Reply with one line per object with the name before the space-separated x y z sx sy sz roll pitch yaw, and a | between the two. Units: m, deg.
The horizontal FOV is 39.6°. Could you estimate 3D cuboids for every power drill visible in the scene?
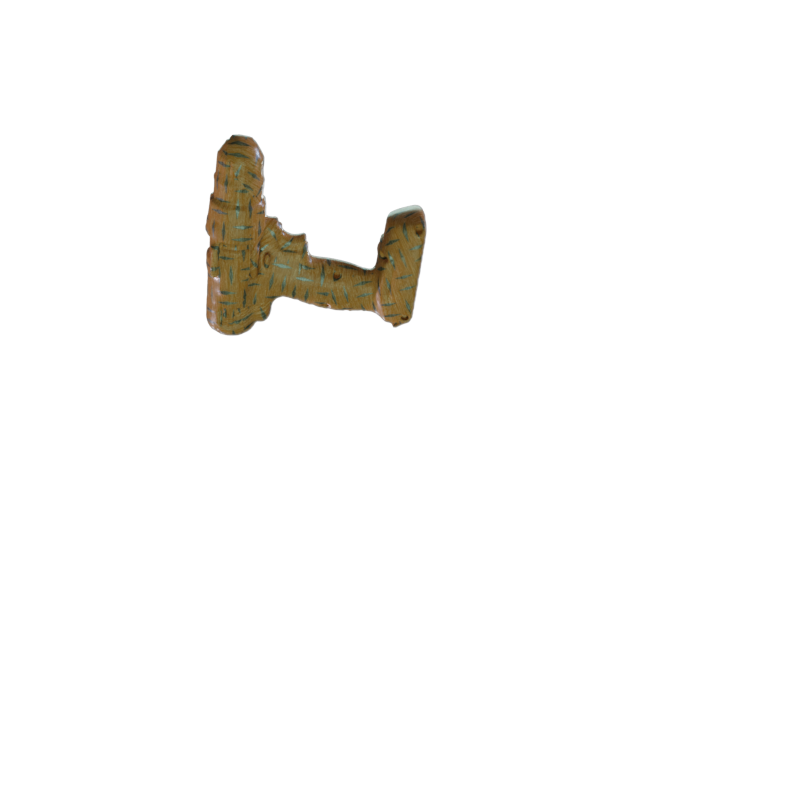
power drill | -0.075 -0.137 0.962 0.187 0.174 0.061 5 29 -3
